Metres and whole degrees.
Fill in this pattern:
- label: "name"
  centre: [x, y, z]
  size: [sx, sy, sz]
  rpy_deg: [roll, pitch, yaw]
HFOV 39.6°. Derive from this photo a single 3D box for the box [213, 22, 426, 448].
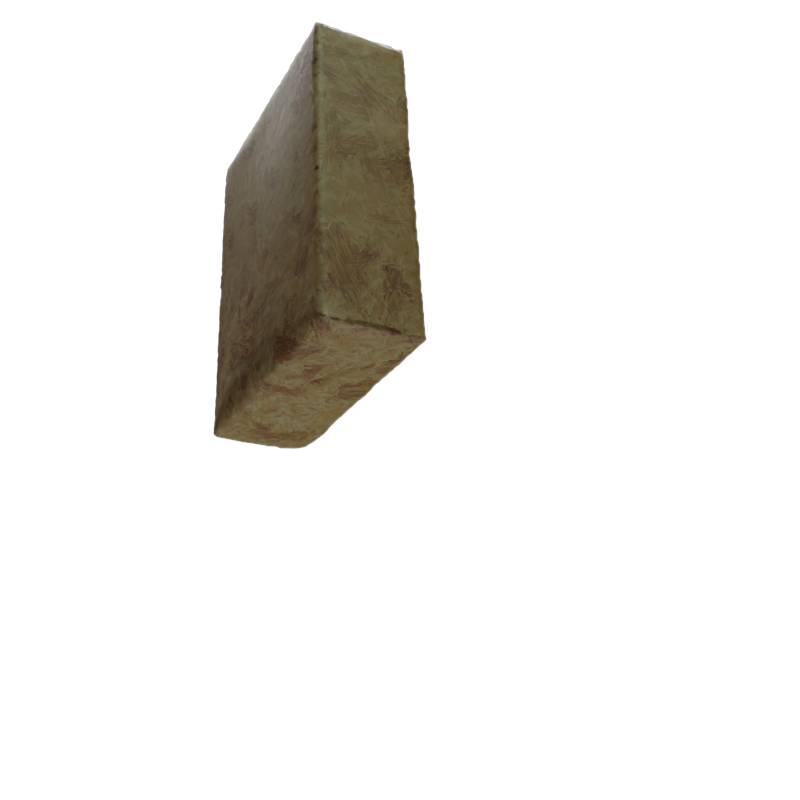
- label: "box"
  centre: [-0.054, -0.099, 0.694]
  size: [0.069, 0.228, 0.160]
  rpy_deg: [14, -34, -24]
